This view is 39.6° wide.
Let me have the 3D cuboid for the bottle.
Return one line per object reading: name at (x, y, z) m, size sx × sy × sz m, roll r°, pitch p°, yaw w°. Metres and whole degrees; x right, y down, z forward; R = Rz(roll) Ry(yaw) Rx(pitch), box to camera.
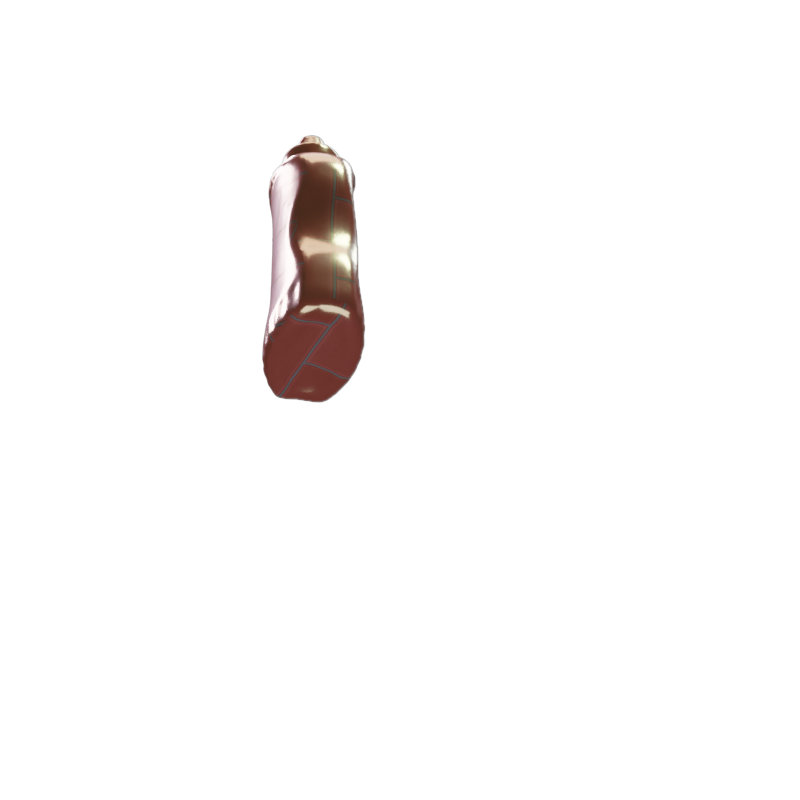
bottle at (-0.056, -0.101, 0.709) m, size 0.058 × 0.206 × 0.090 m, roll 5°, pitch -41°, yaw -10°
